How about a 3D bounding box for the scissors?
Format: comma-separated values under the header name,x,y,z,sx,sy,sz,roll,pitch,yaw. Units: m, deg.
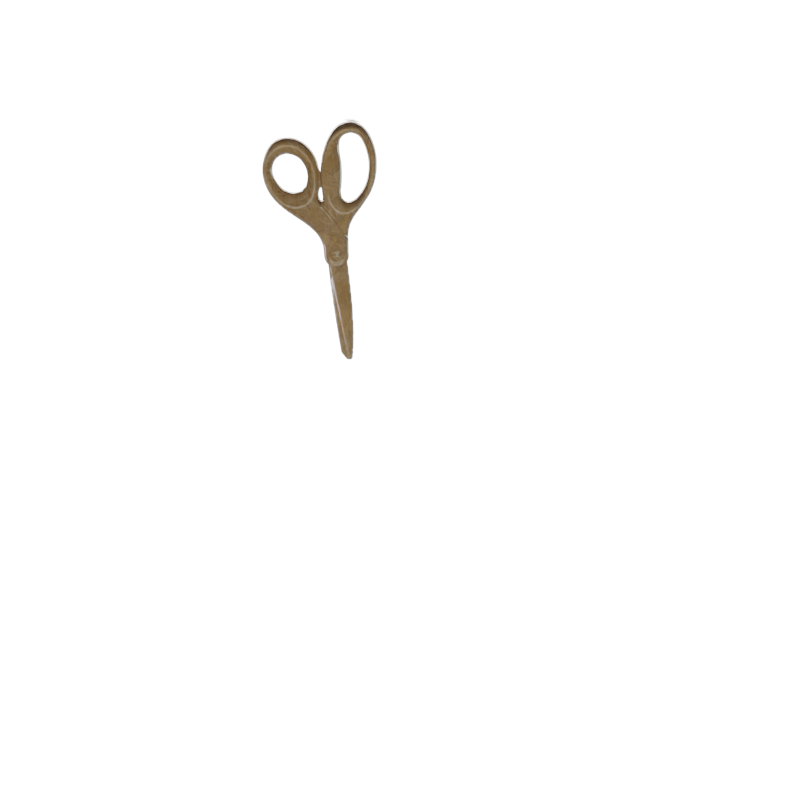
name,x,y,z,sx,sy,sz,roll,pitch,yaw
scissors,-0.068,-0.125,0.874,0.095,0.192,0.017,10,25,-5
